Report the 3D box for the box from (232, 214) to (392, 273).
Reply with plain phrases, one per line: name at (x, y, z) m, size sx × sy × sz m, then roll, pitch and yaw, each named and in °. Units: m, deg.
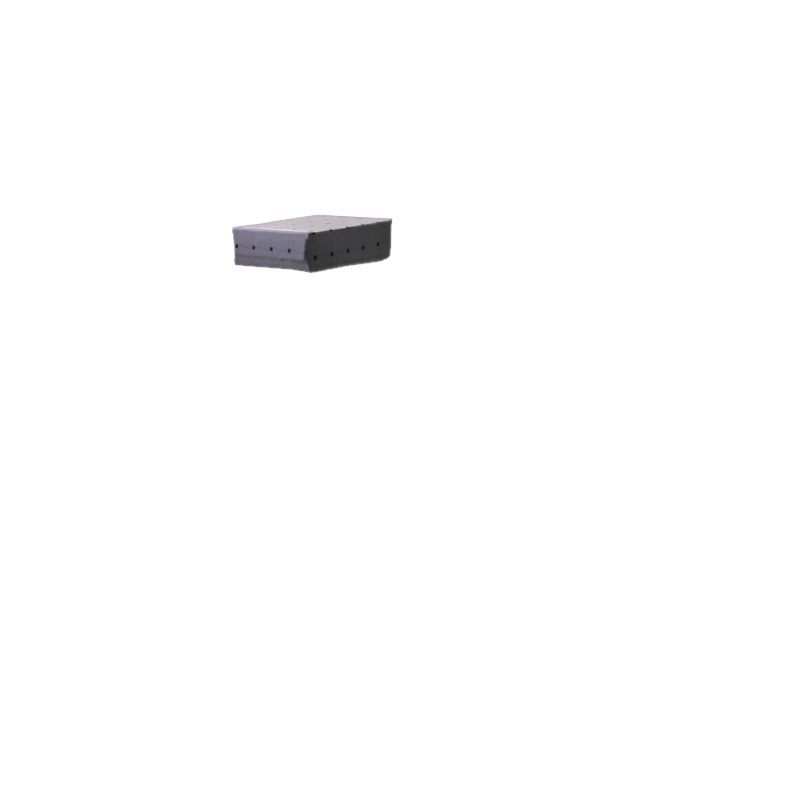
box at (-0.075, -0.137, 0.958) m, size 0.094 × 0.038 × 0.111 m, roll 10°, pitch 17°, yaw 38°
